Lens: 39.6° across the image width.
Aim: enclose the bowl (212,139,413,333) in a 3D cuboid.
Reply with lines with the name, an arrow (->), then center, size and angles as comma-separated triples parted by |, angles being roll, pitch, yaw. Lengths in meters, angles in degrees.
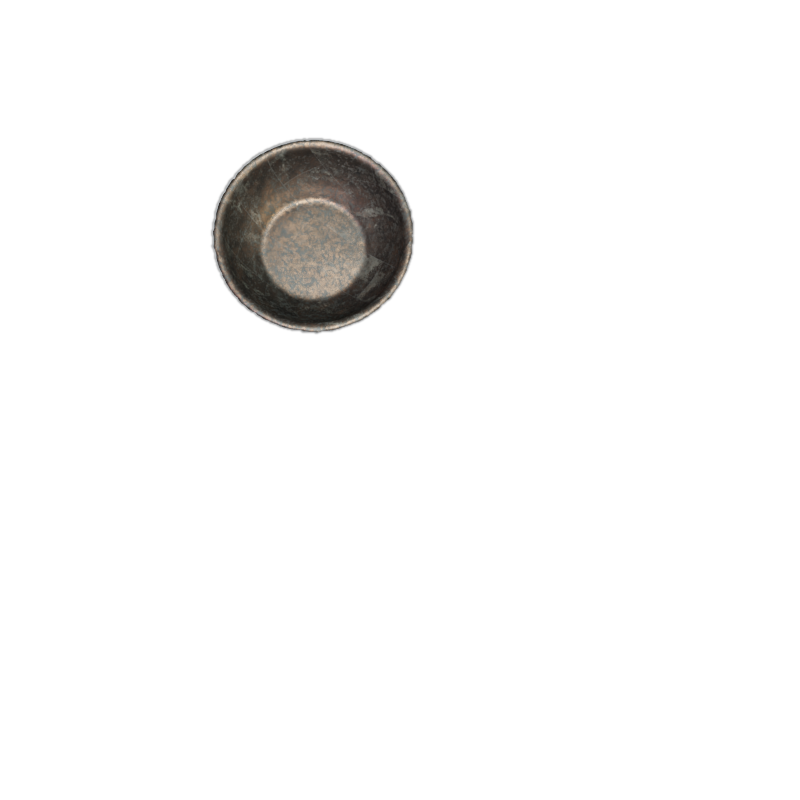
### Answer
bowl -> -0.072, -0.130, 0.914 | 0.162, 0.168, 0.053 | 0, -14, -1
